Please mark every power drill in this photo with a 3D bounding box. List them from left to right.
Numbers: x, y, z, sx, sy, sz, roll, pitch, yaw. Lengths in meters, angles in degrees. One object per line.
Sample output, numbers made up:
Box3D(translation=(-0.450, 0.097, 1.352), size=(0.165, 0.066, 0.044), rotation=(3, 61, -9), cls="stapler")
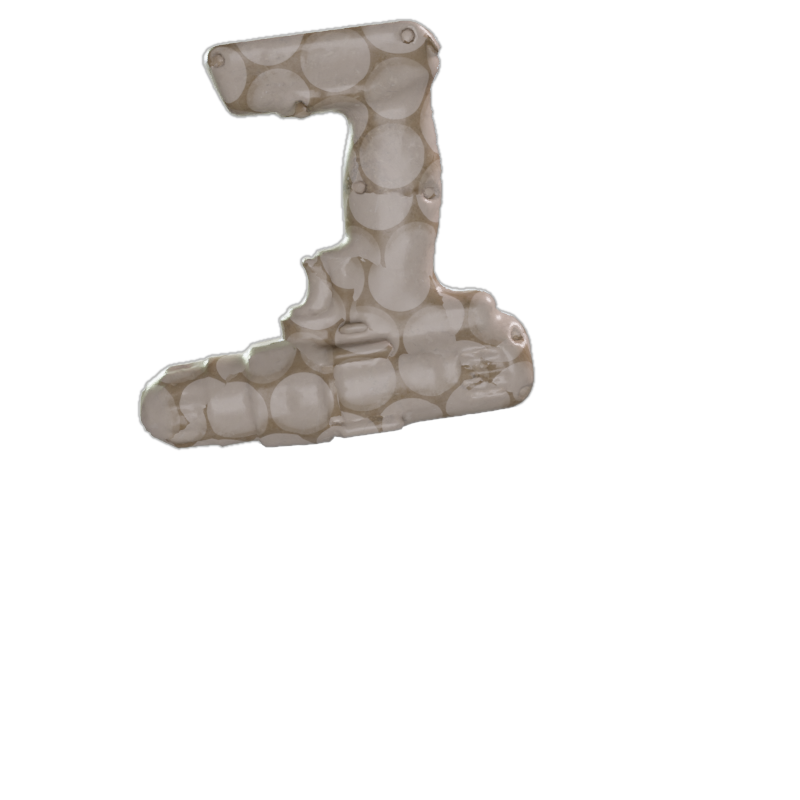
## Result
Box3D(translation=(-0.040, -0.073, 0.512), size=(0.184, 0.184, 0.058), rotation=(-8, 7, 1), cls="power drill")
